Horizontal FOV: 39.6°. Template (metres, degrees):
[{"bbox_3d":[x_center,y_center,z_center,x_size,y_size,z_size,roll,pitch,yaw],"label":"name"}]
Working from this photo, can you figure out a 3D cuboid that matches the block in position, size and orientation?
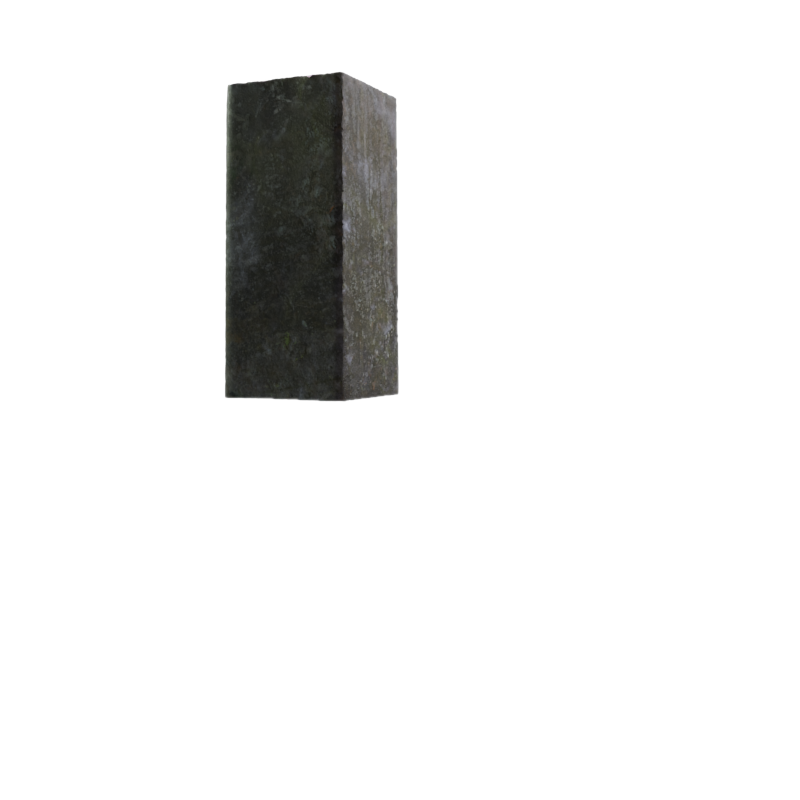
[{"bbox_3d":[-0.059,-0.107,0.747,0.093,0.208,0.087,-2,-4,25],"label":"block"}]
